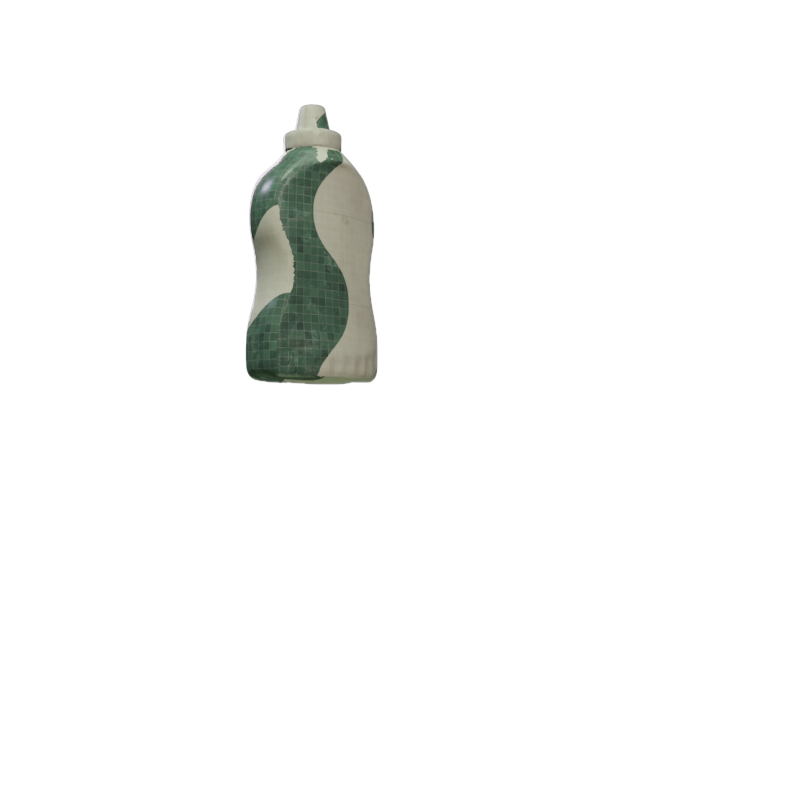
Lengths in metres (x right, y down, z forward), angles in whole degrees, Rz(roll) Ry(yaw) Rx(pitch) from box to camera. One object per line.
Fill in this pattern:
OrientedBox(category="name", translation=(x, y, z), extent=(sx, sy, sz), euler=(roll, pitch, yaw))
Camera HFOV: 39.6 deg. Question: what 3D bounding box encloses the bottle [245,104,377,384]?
OrientedBox(category="bottle", translation=(-0.060, -0.108, 0.760), extent=(0.092, 0.196, 0.060), euler=(7, -12, -41))
